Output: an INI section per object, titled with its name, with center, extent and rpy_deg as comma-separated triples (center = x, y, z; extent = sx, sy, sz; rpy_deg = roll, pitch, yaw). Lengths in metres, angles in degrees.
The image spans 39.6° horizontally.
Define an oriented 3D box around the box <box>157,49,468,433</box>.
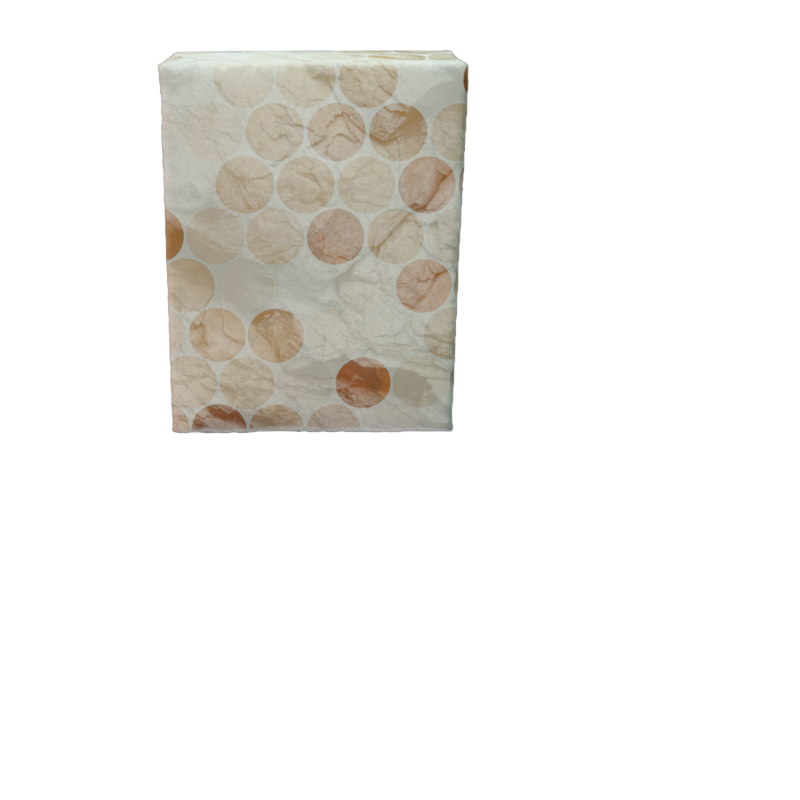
[box]
center = -0.050, -0.091, 0.635
extent = 0.164, 0.205, 0.075
rpy_deg = 0, 18, -2
